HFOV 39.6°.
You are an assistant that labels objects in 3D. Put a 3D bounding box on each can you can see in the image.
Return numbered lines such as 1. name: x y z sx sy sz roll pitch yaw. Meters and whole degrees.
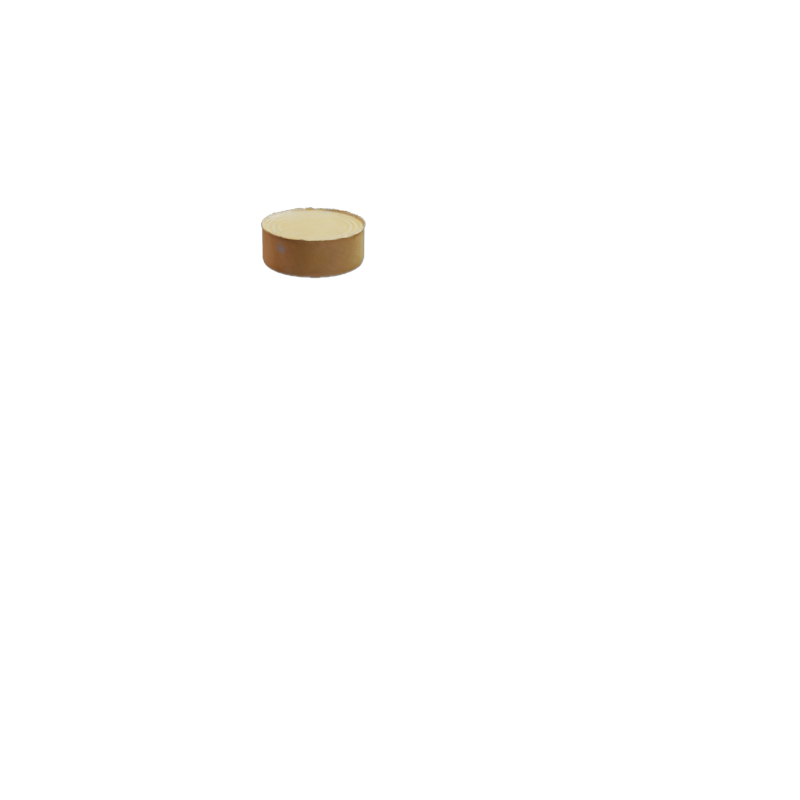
1. can: -0.072 -0.130 0.914 0.086 0.032 0.090 -1 25 -2
